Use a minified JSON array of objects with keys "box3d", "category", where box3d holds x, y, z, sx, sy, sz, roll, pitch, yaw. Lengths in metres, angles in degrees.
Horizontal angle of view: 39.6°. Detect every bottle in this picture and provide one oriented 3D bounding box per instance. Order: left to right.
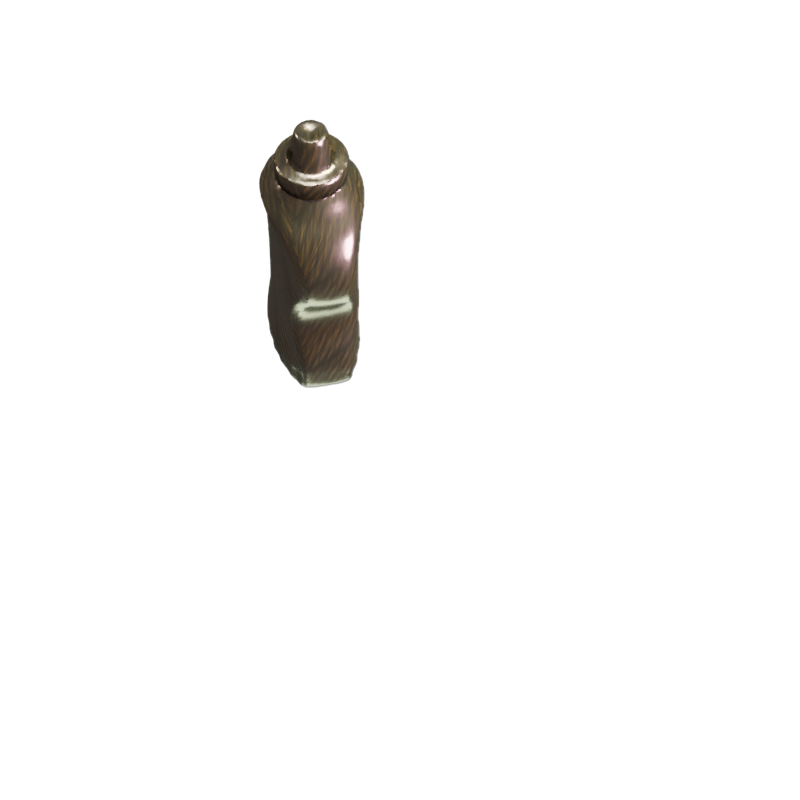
[{"box3d":[-0.052,-0.093,0.654,0.058,0.103,0.179,-8,-31,-9],"category":"bottle"}]
